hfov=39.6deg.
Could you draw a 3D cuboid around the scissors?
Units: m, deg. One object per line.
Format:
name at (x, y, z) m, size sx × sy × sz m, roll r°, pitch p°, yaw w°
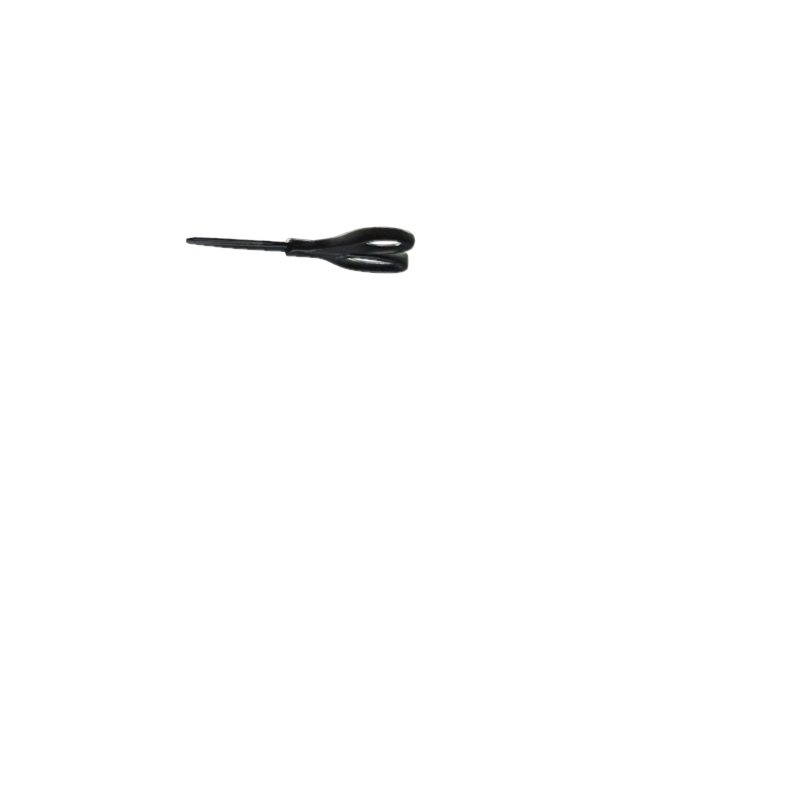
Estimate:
scissors at (-0.075, -0.137, 0.962) m, size 0.194 × 0.016 × 0.096 m, roll 7°, pitch -16°, yaw -25°
